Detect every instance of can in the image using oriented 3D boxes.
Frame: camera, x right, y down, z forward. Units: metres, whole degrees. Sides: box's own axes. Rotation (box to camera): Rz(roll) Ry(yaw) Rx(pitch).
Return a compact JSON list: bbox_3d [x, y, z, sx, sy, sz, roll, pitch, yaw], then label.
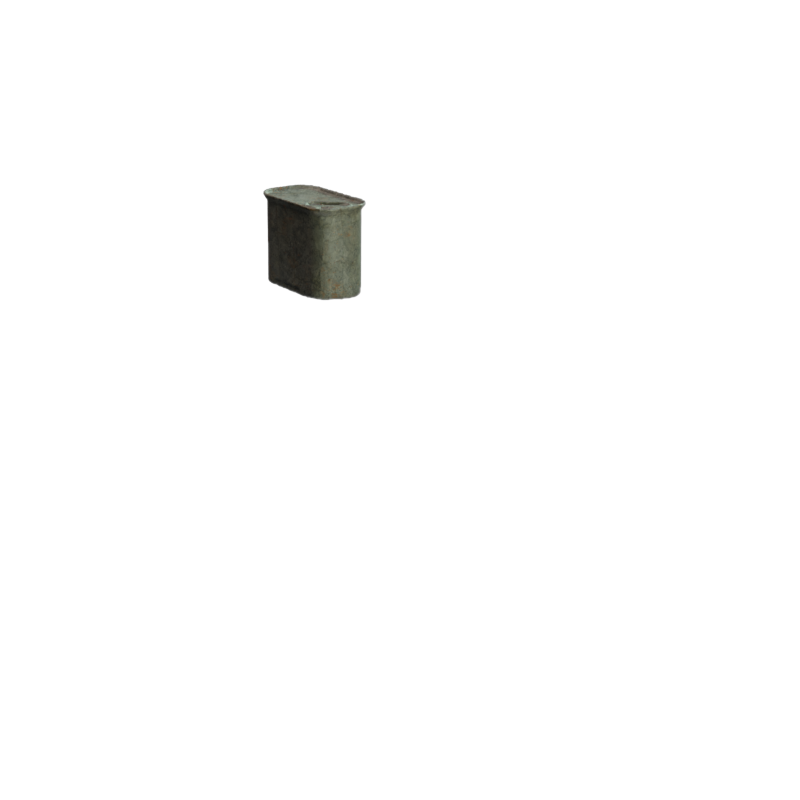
[{"bbox_3d":[-0.077,-0.141,0.985,0.056,0.081,0.108,-12,23,-35],"label":"can"}]
